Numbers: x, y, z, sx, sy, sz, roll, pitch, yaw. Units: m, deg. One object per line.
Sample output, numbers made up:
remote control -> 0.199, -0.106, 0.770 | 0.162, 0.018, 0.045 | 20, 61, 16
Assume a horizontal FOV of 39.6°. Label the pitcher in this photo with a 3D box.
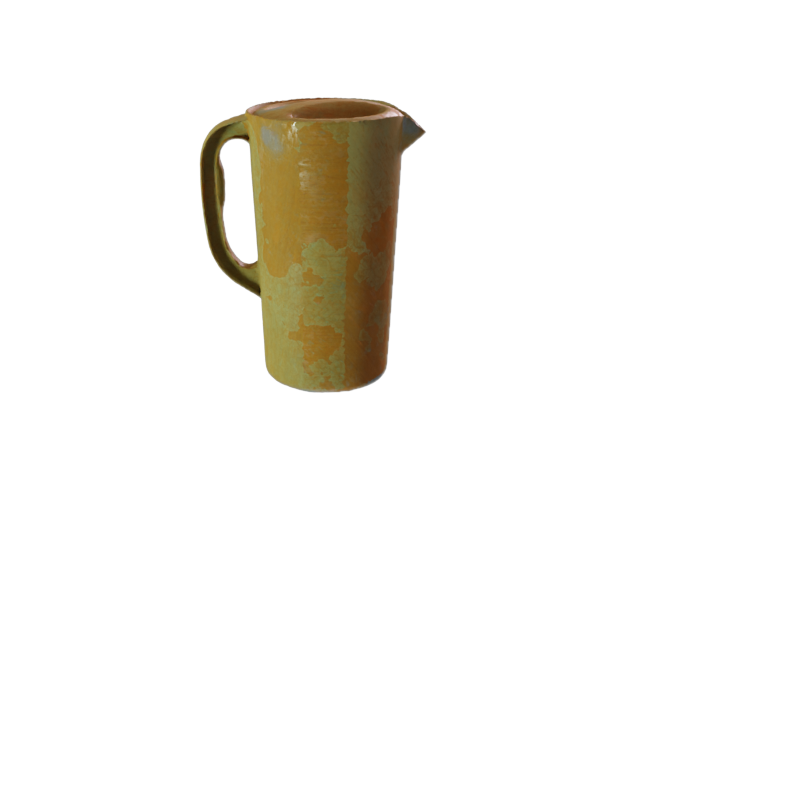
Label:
pitcher -> -0.074, -0.136, 0.950 | 0.157, 0.234, 0.143 | 15, 22, 37
